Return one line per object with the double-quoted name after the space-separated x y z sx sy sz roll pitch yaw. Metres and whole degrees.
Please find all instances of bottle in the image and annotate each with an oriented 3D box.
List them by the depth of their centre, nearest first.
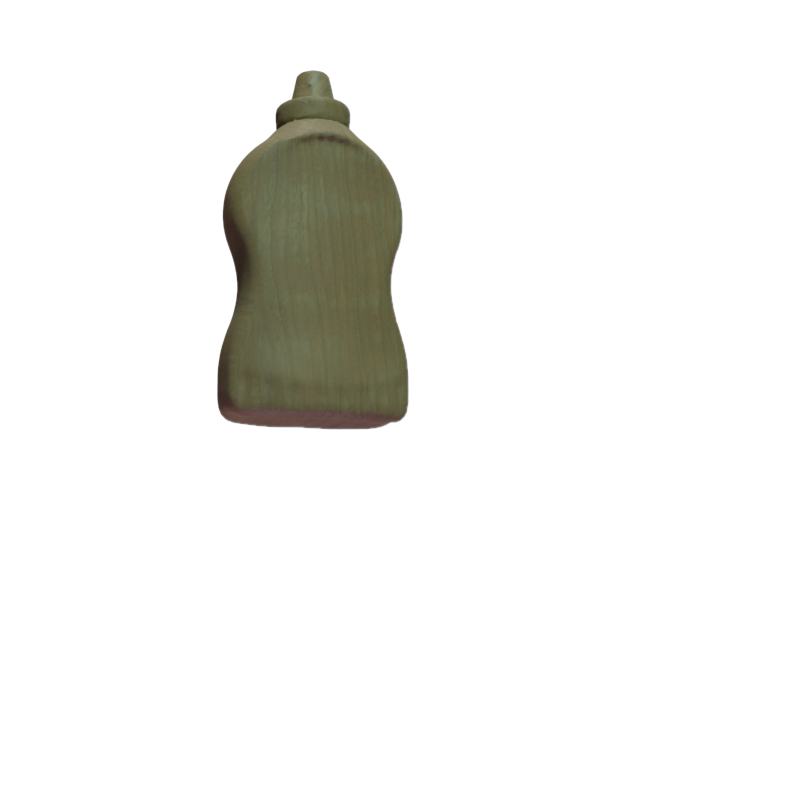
-0.046 -0.084 0.587 0.094 0.199 0.058 4 -16 -17 "bottle"
